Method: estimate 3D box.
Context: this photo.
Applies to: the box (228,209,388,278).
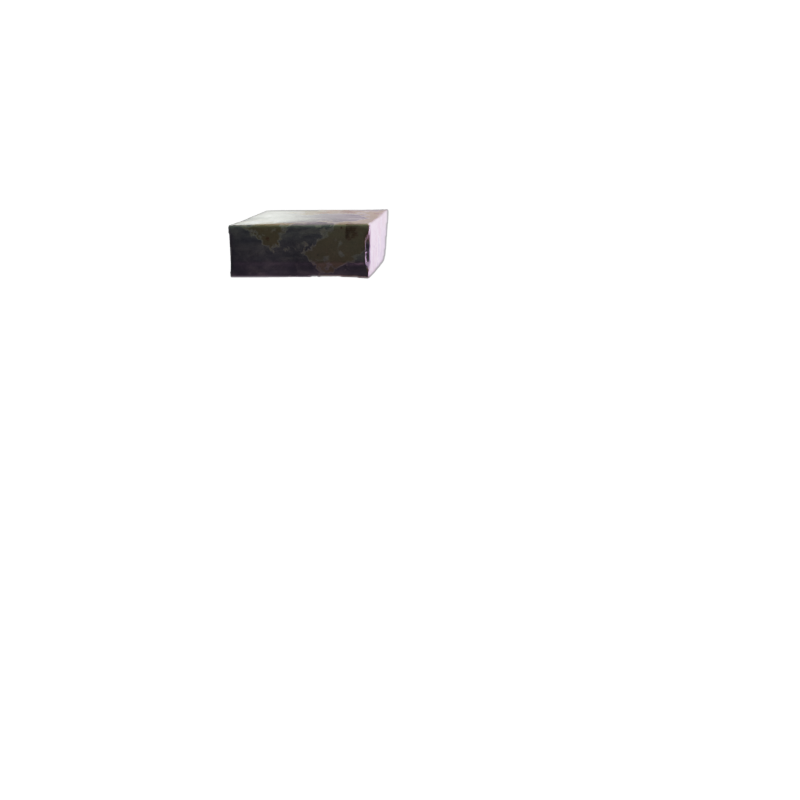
[{"bbox_3d":[-0.057,-0.105,0.736,0.091,0.038,0.114,1,12,7],"label":"box"}]
